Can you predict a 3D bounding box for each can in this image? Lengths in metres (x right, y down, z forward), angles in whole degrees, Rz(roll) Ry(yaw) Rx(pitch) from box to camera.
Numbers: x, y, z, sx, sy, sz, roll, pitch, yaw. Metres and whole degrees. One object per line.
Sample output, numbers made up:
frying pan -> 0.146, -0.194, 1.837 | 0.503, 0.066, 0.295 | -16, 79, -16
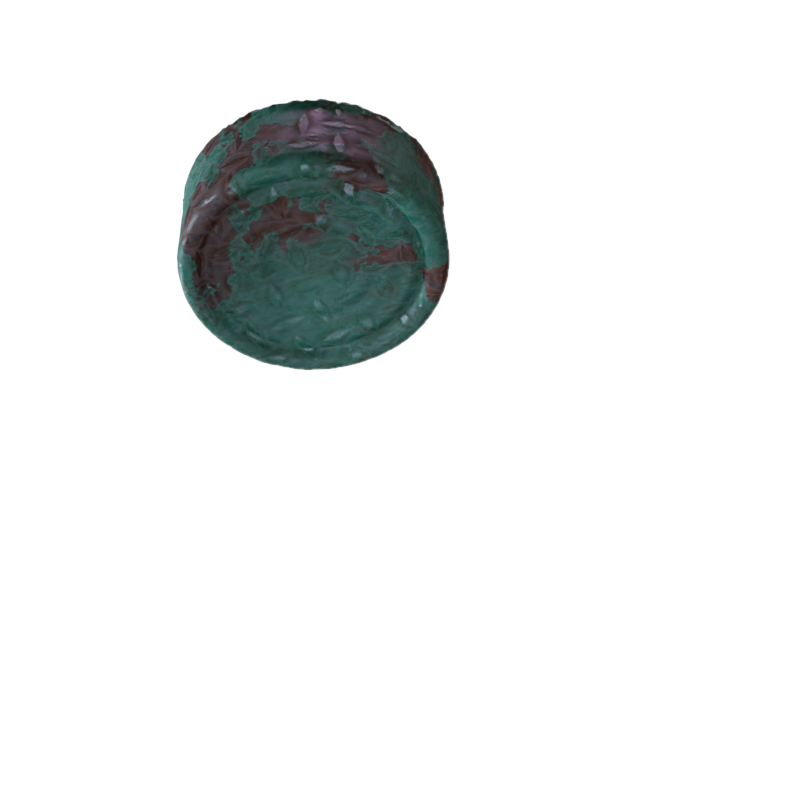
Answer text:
can -> -0.028, -0.050, 0.352 | 0.086, 0.080, 0.036 | 1, 41, -1
